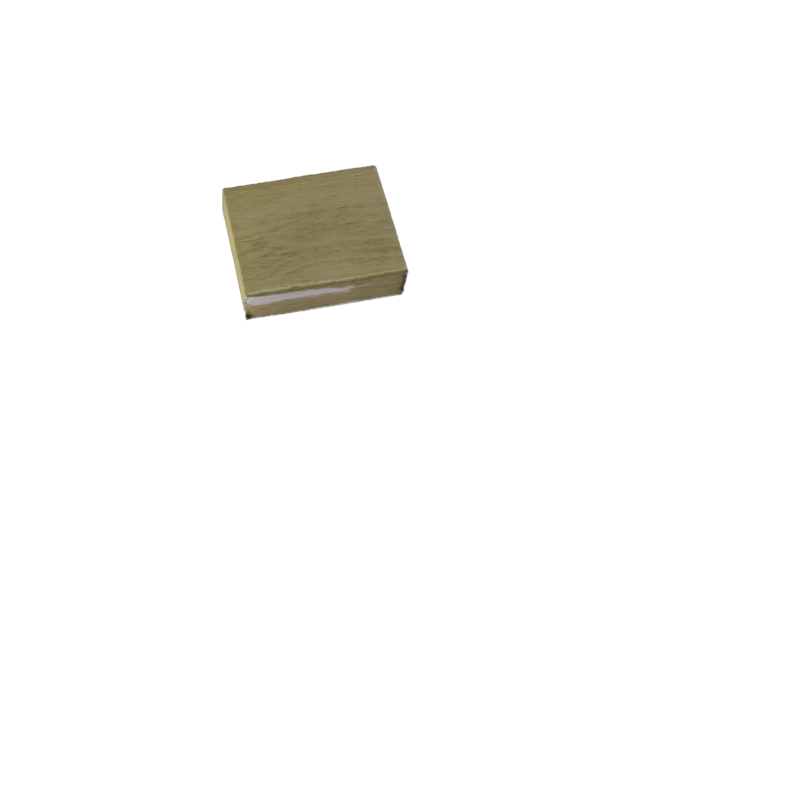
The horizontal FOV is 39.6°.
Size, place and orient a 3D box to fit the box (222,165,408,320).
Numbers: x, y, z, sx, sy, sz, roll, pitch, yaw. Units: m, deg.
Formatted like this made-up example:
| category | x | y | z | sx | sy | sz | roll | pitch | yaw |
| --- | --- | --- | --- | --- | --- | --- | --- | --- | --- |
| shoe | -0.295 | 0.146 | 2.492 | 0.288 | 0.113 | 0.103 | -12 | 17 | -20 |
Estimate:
| category | x | y | z | sx | sy | sz | roll | pitch | yaw |
| --- | --- | --- | --- | --- | --- | --- | --- | --- | --- |
| box | -0.060 | -0.109 | 0.760 | 0.113 | 0.096 | 0.036 | -12 | -30 | -7 |
